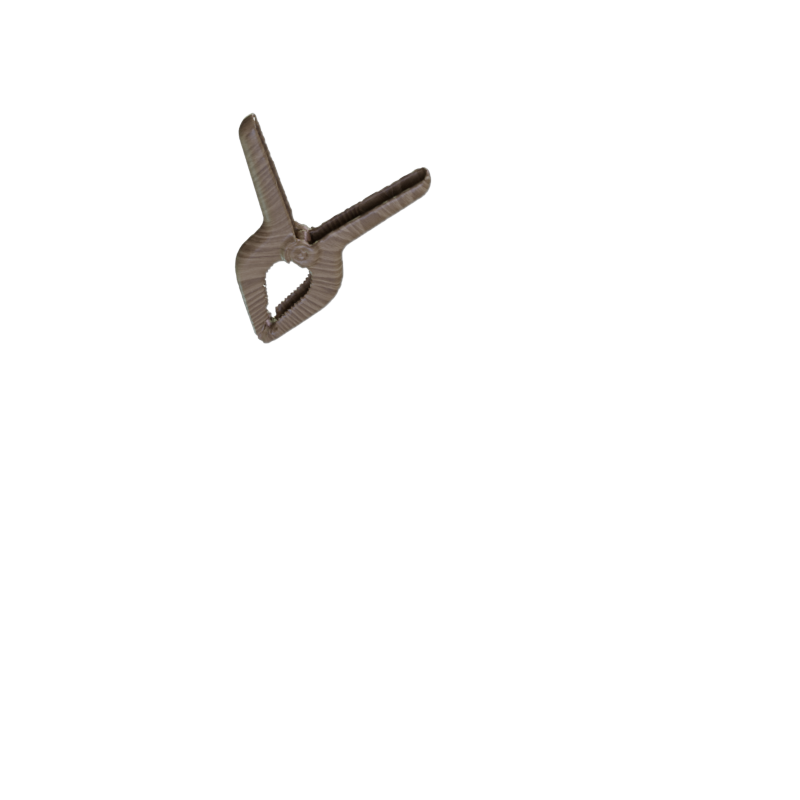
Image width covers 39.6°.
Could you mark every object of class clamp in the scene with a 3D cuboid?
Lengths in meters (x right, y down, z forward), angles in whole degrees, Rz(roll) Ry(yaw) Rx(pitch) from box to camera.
[{"bbox_3d":[-0.074,-0.135,0.948,0.162,0.200,0.039,12,33,-8],"label":"clamp"}]
